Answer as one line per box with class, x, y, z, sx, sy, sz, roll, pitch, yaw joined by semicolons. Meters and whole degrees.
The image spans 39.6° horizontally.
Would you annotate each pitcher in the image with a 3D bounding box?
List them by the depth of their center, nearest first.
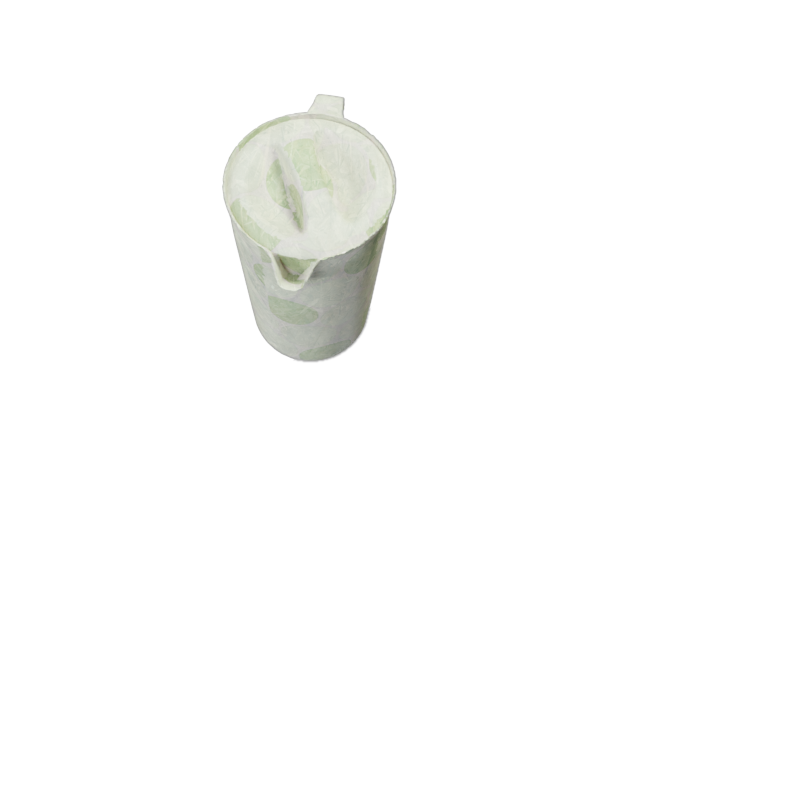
pitcher;-0.075;-0.136;0.953;0.150;0.153;0.230;-34;-17;-16
